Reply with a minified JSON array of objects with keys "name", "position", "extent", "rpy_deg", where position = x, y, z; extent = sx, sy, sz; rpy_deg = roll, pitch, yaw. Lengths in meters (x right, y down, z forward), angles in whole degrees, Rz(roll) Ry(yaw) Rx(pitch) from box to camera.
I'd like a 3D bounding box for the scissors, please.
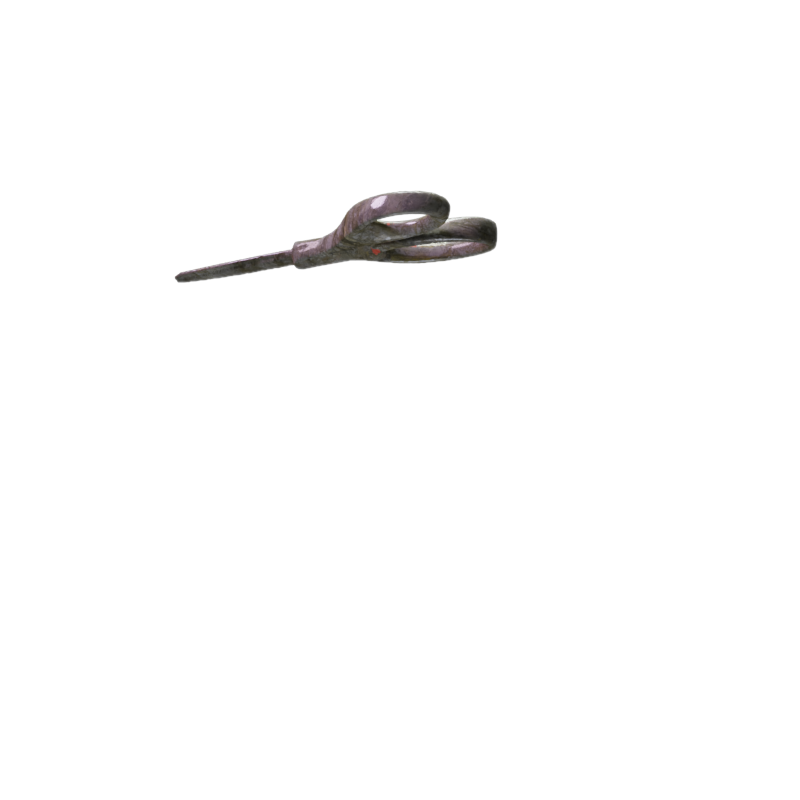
[{"name":"scissors","position":[-0.049,-0.089,0.621],"extent":[0.205,0.016,0.091],"rpy_deg":[-3,-13,14]}]
